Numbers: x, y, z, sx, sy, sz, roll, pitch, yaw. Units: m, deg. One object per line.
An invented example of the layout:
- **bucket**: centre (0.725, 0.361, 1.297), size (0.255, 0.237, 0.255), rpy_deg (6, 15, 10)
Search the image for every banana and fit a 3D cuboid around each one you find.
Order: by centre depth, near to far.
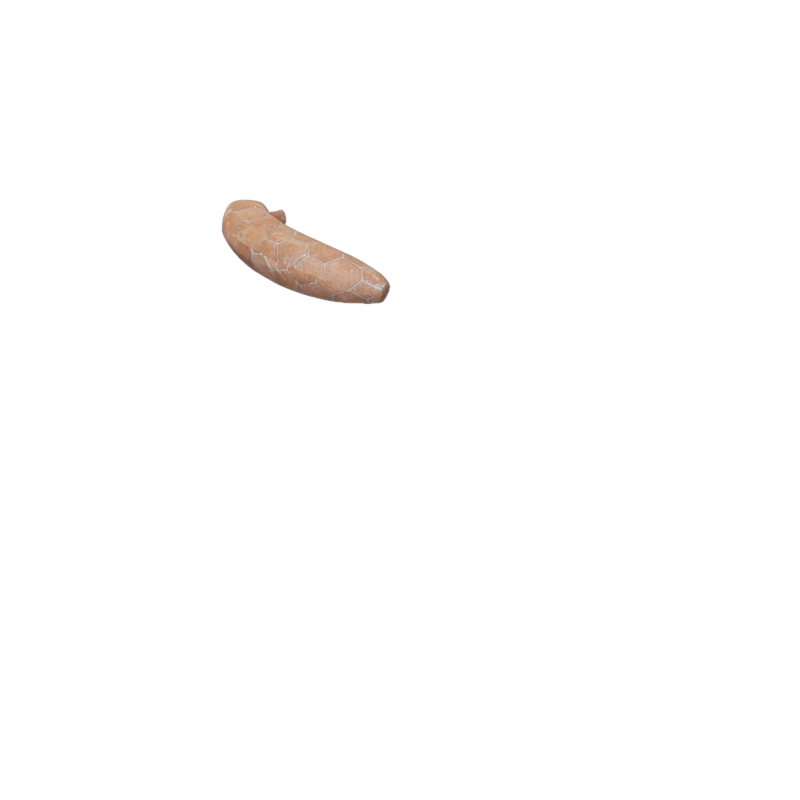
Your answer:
- **banana**: centre (-0.077, -0.106, 0.752), size (0.068, 0.035, 0.211), rpy_deg (-10, 27, -22)
